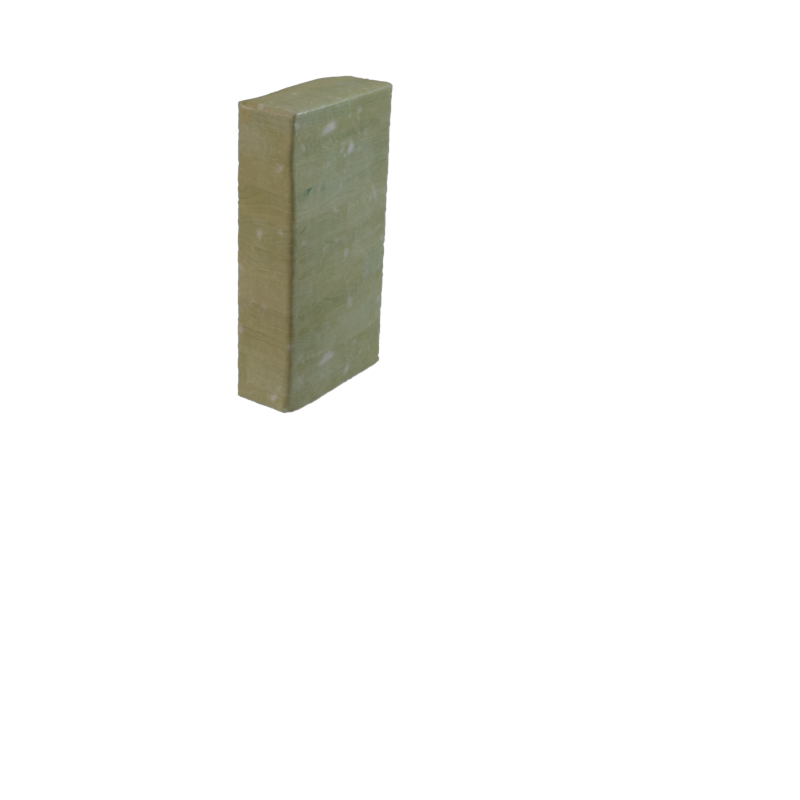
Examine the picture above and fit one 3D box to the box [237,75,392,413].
[{"bbox_3d":[-0.049,-0.090,0.630,0.050,0.168,0.093,15,26,31],"label":"box"}]
